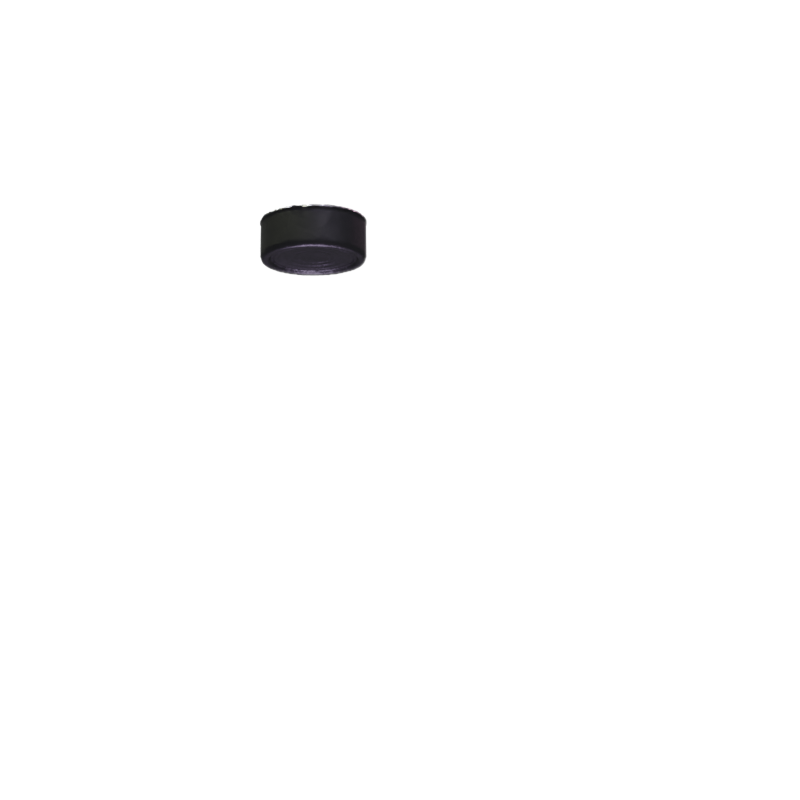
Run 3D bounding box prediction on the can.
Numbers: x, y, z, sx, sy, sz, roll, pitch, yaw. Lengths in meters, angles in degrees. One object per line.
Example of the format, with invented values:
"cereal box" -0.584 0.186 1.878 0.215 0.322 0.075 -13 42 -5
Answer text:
"can" -0.069 -0.126 0.885 0.086 0.035 0.083 0 -12 -2
